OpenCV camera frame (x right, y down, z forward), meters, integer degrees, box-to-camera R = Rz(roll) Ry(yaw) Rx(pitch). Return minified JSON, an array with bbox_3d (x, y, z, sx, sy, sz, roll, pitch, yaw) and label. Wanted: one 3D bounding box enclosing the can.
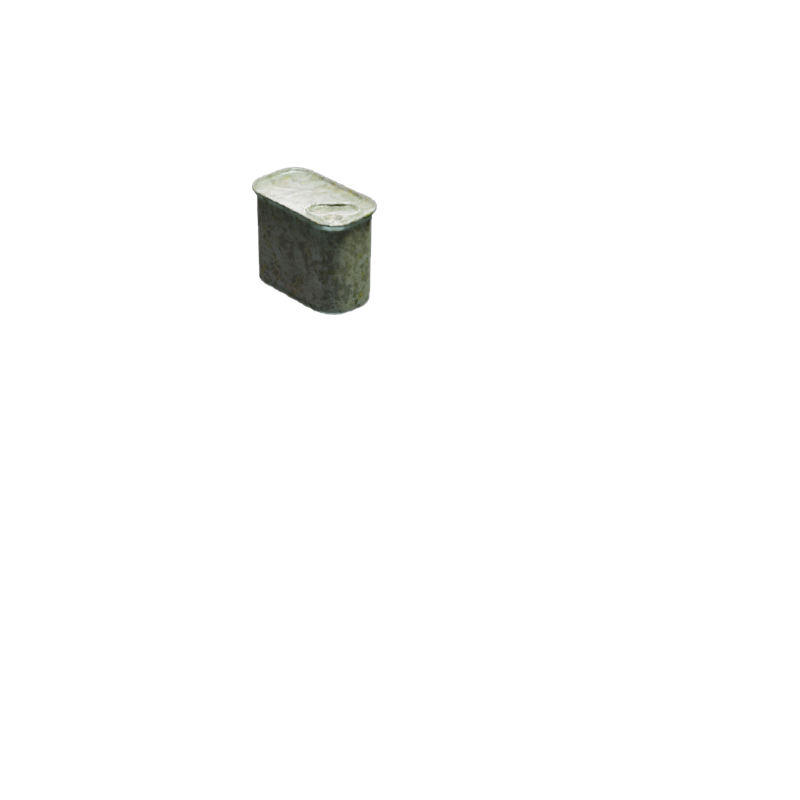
[{"bbox_3d":[-0.068,-0.124,0.866,0.057,0.079,0.109,-26,42,-37],"label":"can"}]
